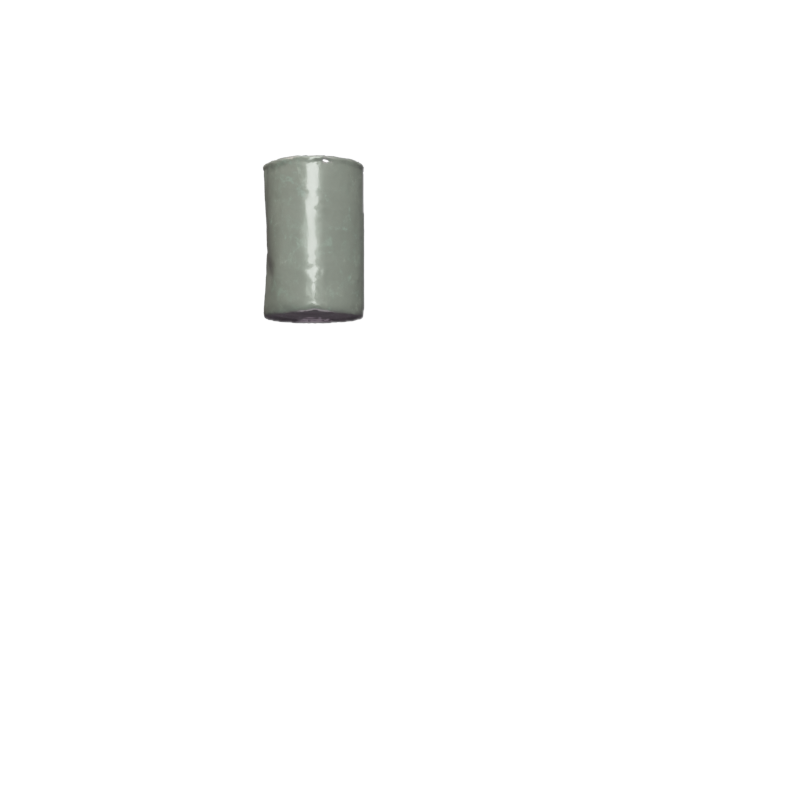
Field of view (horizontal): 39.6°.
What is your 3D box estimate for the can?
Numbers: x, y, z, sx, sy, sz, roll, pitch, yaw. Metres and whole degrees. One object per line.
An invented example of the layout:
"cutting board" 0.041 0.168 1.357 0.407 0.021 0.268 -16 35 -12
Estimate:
"can" -0.058 -0.105 0.735 0.068 0.105 0.067 0 -8 -2
